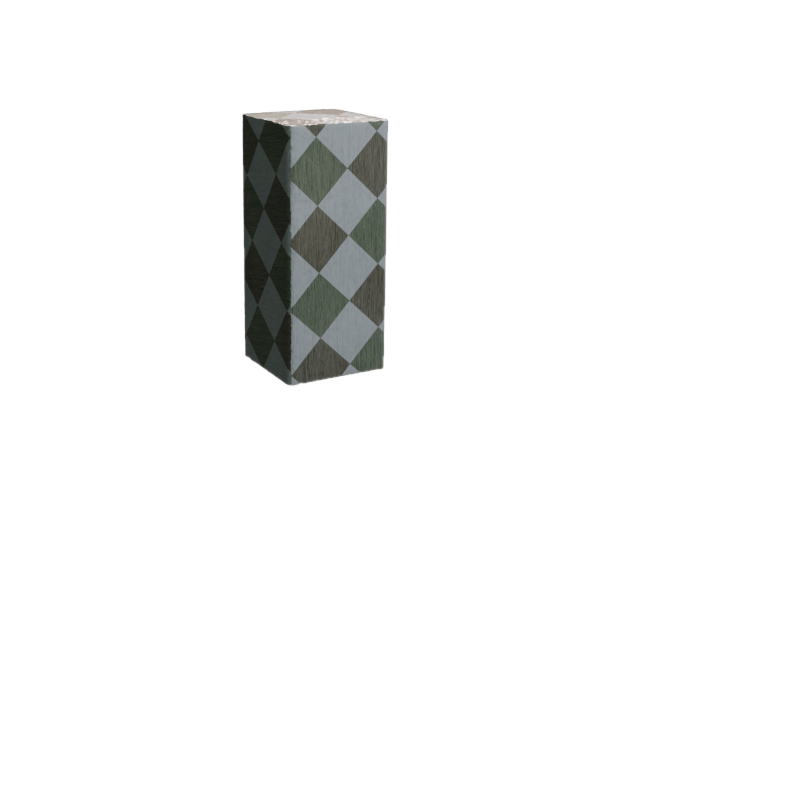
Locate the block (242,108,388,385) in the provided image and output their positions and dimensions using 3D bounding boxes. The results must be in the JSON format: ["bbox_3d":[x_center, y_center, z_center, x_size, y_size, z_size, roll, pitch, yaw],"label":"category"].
[{"bbox_3d":[-0.071,-0.130,0.908,0.088,0.199,0.096,-8,18,-30],"label":"block"}]
